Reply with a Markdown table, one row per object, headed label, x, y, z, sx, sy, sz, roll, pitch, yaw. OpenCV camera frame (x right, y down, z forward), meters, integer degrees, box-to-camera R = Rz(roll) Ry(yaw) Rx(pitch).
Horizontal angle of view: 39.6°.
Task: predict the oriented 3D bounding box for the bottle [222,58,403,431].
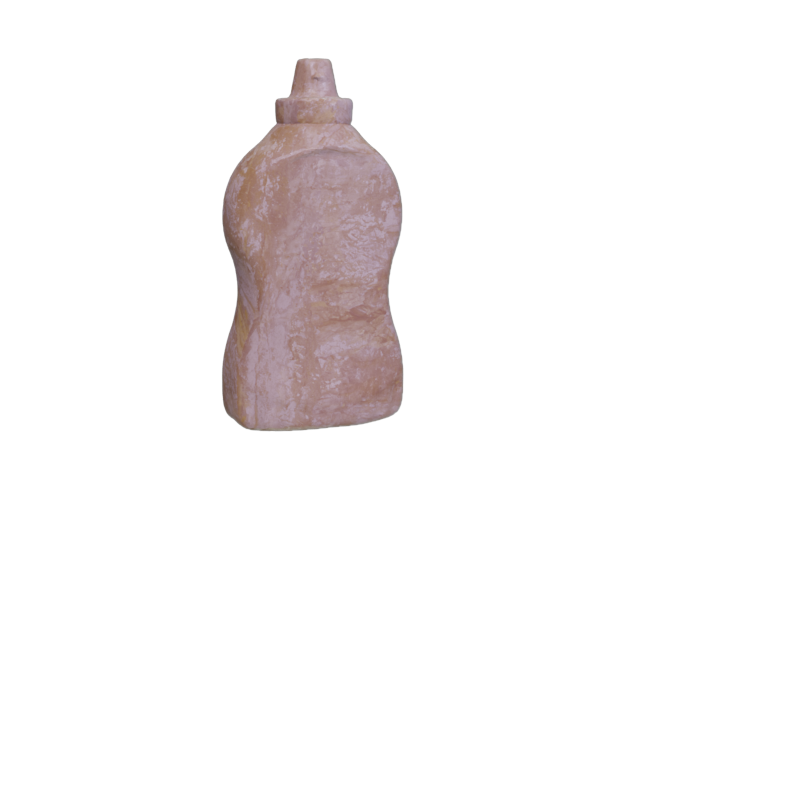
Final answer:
| label | x | y | z | sx | sy | sz | roll | pitch | yaw |
| --- | --- | --- | --- | --- | --- | --- | --- | --- | --- |
| bottle | -0.046 | -0.084 | 0.588 | 0.094 | 0.189 | 0.061 | -2 | 7 | -20 |
